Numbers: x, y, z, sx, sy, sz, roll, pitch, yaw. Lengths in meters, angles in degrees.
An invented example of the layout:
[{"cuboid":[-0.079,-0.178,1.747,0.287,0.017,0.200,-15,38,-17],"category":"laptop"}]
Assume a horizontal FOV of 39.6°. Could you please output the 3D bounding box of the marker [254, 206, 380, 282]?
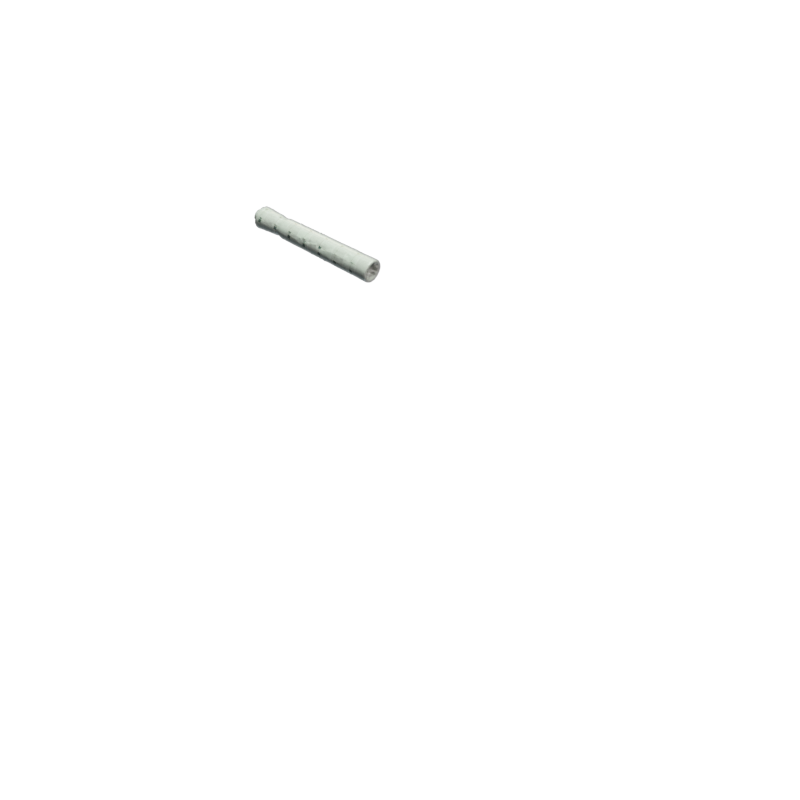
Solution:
[{"cuboid":[-0.067,-0.123,0.861,0.129,0.019,0.019,30,20,32],"category":"marker"}]
